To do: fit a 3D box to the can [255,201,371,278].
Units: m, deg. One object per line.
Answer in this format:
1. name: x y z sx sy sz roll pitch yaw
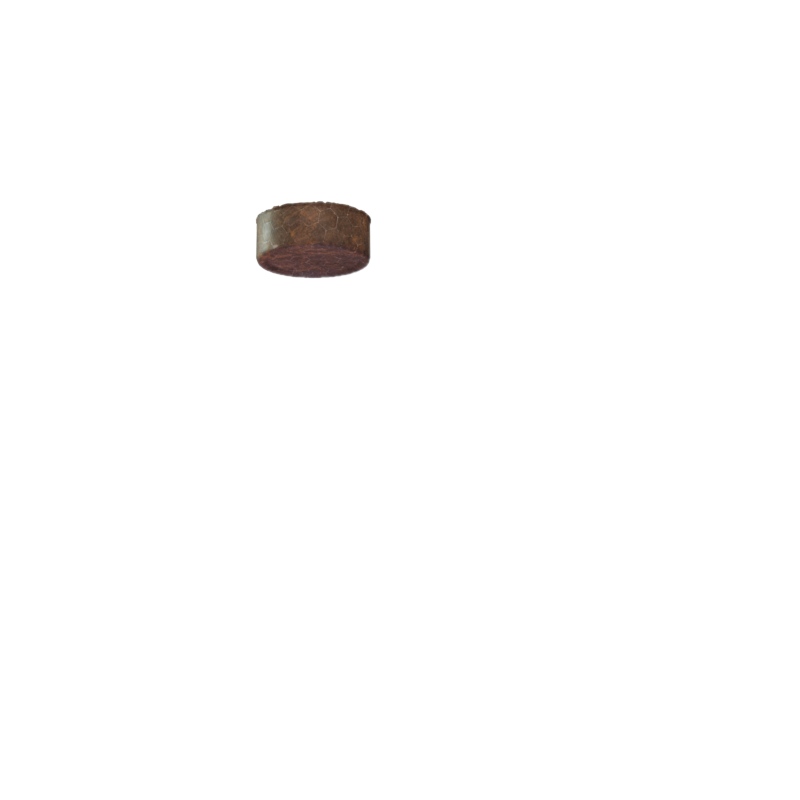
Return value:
1. can: -0.064 -0.117 0.820 0.086 0.035 0.083 0 -11 -2
